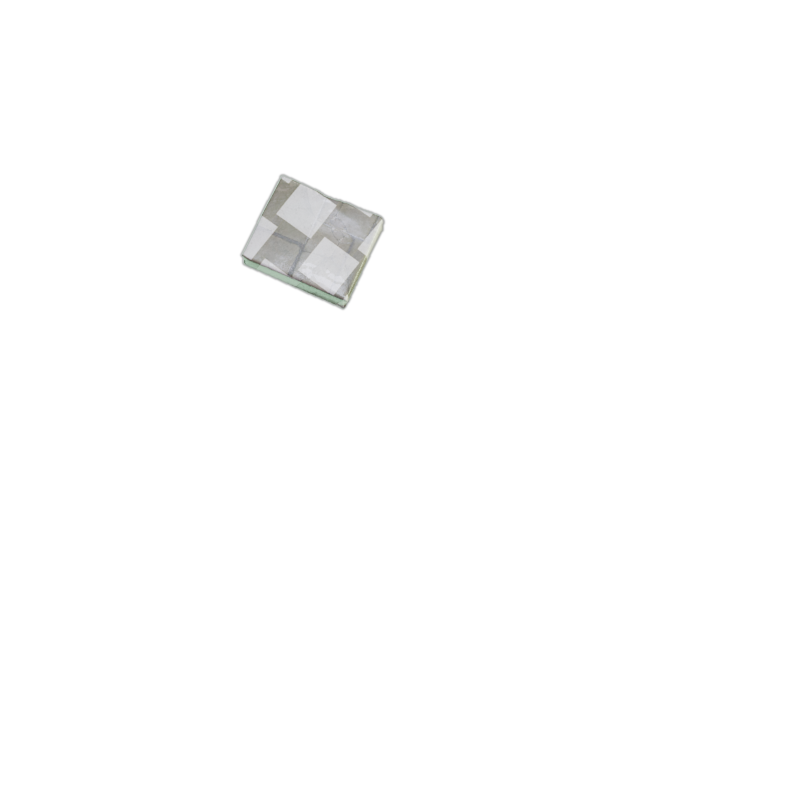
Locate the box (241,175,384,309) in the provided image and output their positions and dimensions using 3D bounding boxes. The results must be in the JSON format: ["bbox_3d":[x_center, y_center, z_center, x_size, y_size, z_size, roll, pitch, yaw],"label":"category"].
[{"bbox_3d":[-0.067,-0.122,0.854,0.091,0.075,0.029,23,-15,6],"label":"box"}]
